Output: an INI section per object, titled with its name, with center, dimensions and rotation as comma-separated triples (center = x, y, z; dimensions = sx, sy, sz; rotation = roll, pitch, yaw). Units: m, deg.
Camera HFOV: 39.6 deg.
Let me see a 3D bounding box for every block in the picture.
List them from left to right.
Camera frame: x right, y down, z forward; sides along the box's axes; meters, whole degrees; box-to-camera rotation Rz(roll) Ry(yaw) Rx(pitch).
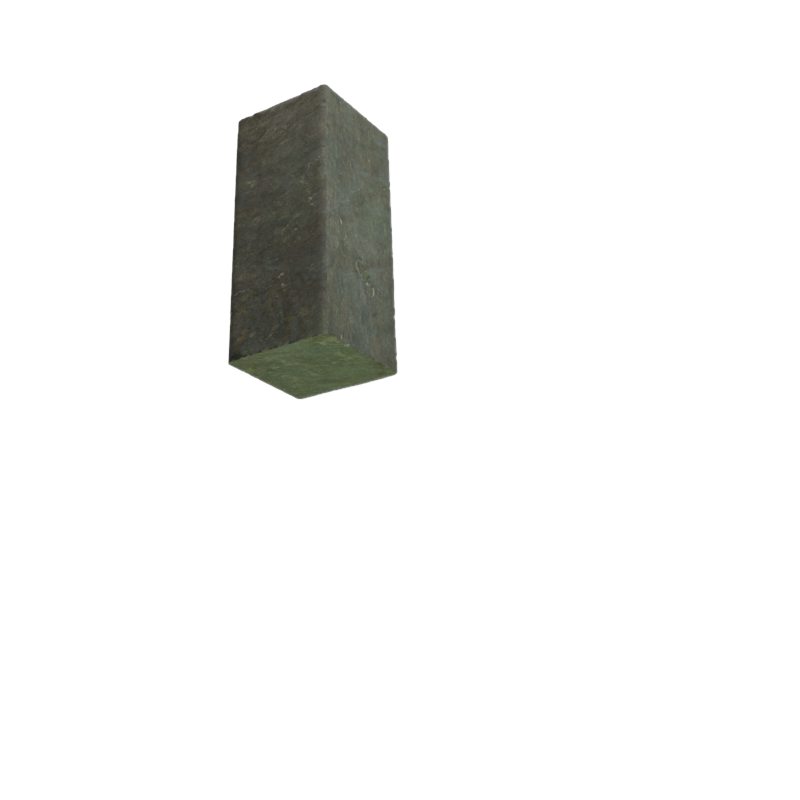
[block]
center = -0.066, -0.119, 0.833
dimensions = 0.091, 0.219, 0.084
rotation = -18, -31, 29
